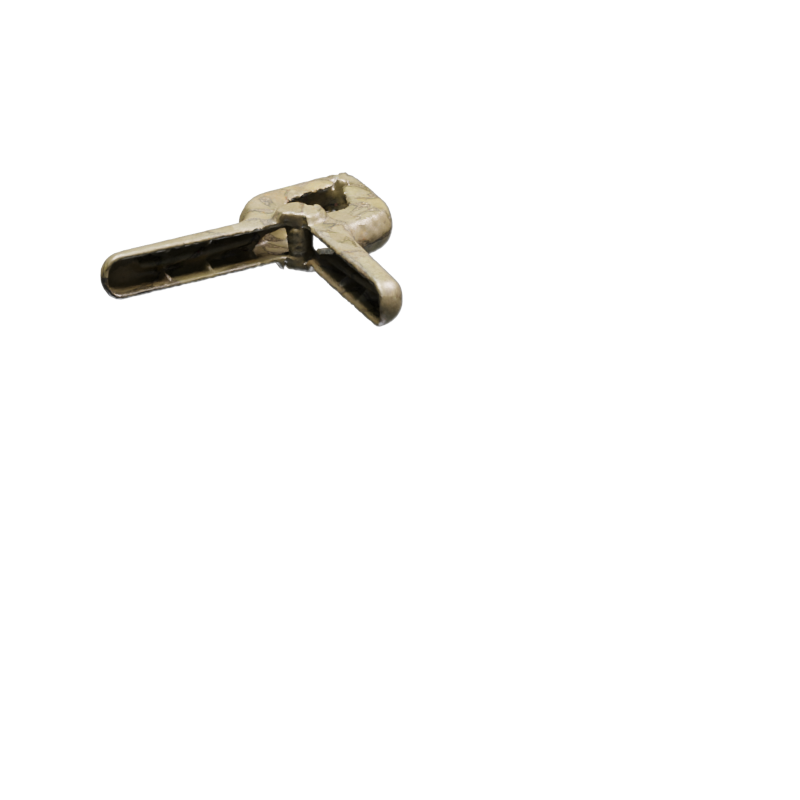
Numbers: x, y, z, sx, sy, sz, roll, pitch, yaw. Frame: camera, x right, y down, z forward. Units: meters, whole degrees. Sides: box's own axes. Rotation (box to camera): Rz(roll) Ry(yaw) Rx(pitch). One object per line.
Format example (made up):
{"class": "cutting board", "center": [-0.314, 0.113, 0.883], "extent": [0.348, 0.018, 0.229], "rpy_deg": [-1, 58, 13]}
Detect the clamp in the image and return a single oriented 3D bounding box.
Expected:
{"class": "clamp", "center": [-0.051, -0.093, 0.648], "extent": [0.170, 0.035, 0.213], "rpy_deg": [10, 27, 20]}
